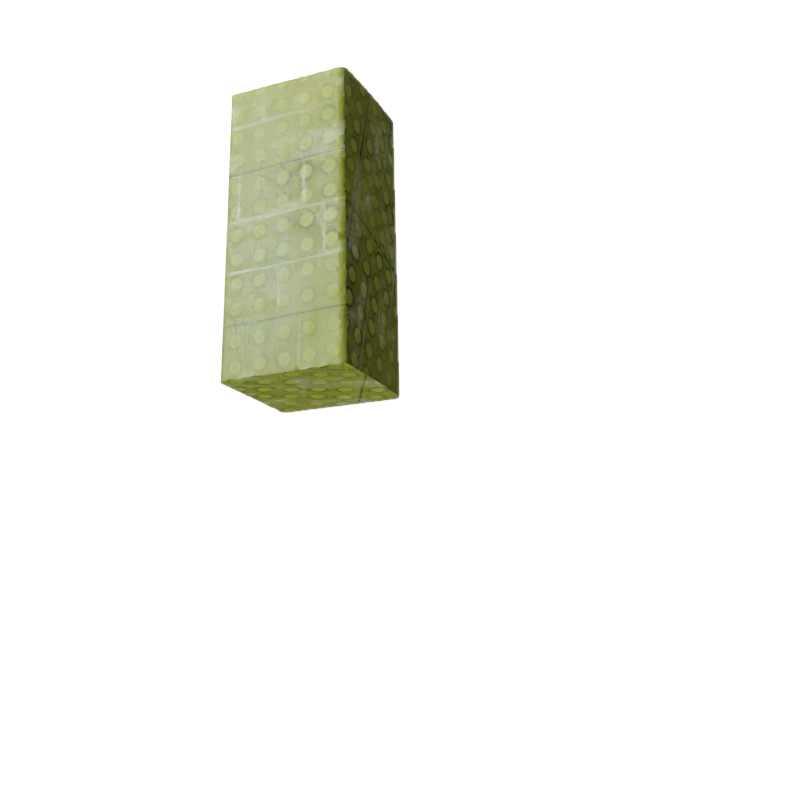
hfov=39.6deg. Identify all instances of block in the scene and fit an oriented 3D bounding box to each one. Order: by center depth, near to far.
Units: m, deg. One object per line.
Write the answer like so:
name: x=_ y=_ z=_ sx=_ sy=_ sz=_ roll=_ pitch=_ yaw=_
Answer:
block: x=-0.058 y=-0.107 z=0.748 sx=0.092 sy=0.217 sz=0.084 roll=-10 pitch=-23 yaw=22
